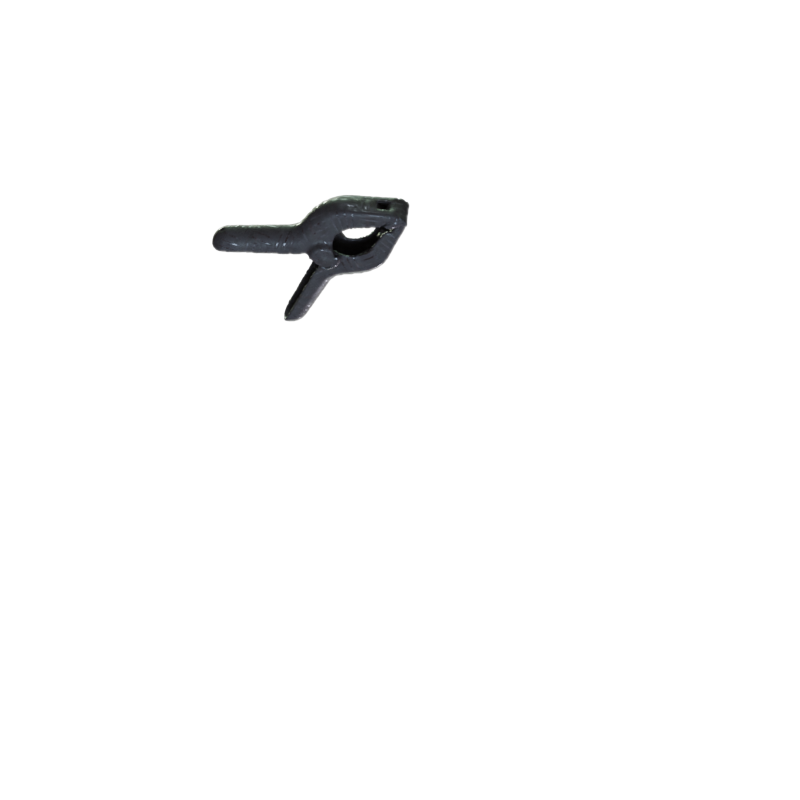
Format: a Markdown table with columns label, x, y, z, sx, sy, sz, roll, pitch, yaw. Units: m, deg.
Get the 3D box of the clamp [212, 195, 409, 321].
| label | x | y | z | sx | sy | sz | roll | pitch | yaw |
| --- | --- | --- | --- | --- | --- | --- | --- | --- | --- |
| clamp | -0.075 | -0.136 | 0.955 | 0.171 | 0.042 | 0.112 | -30 | -48 | 31 |
